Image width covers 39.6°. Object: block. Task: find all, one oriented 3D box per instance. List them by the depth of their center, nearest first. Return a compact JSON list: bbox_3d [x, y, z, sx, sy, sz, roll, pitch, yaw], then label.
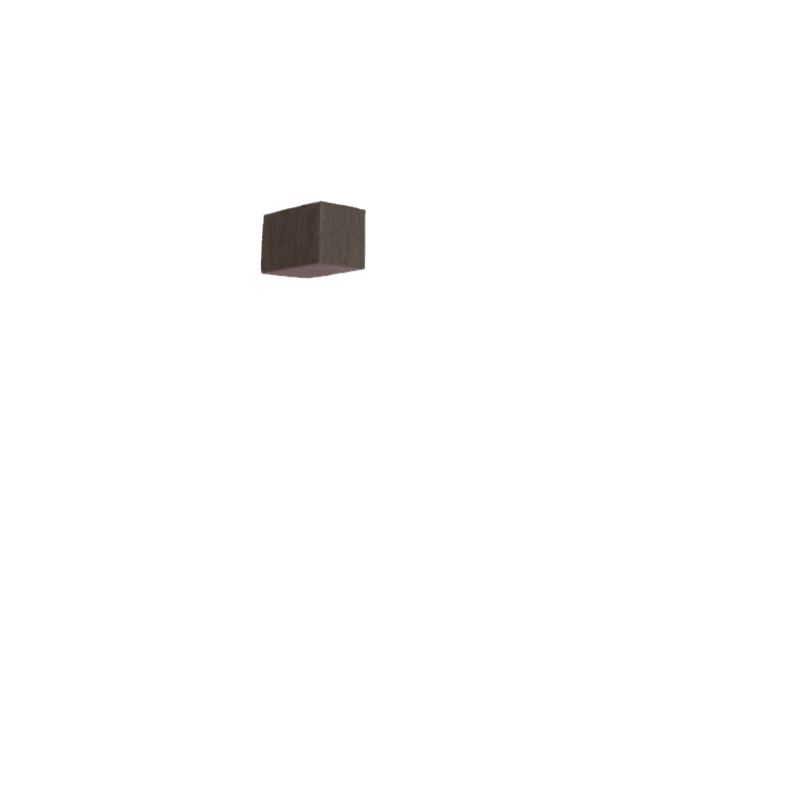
[{"bbox_3d":[-0.073,-0.132,0.927,0.050,0.052,0.080,5,-7,-43],"label":"block"}]
